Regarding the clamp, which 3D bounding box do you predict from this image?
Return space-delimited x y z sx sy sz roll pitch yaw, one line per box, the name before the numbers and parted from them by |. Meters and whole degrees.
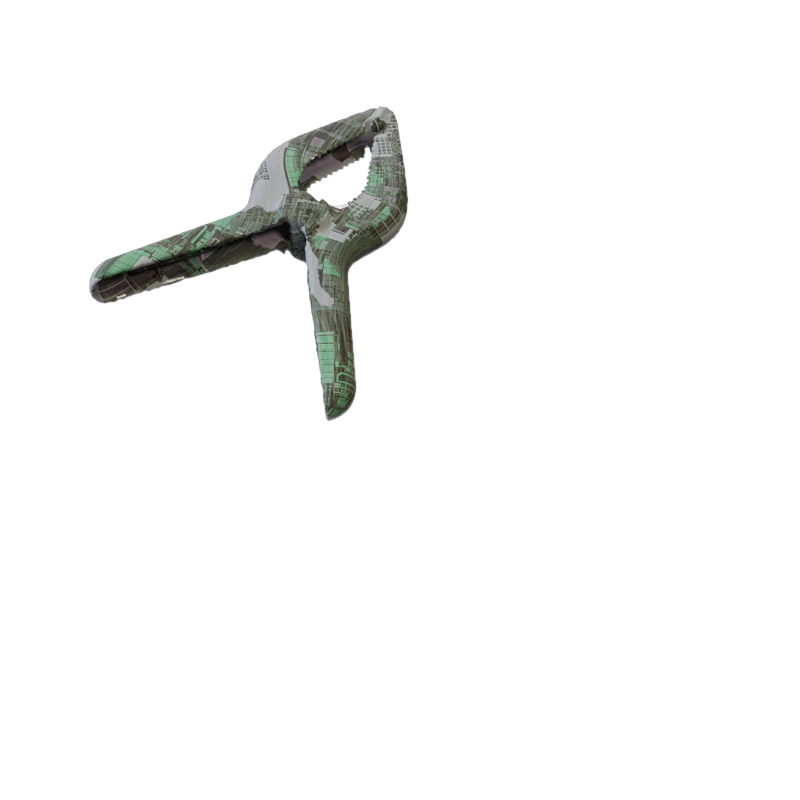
clamp | -0.050 -0.091 0.636 0.173 0.214 0.034 31 -31 20
